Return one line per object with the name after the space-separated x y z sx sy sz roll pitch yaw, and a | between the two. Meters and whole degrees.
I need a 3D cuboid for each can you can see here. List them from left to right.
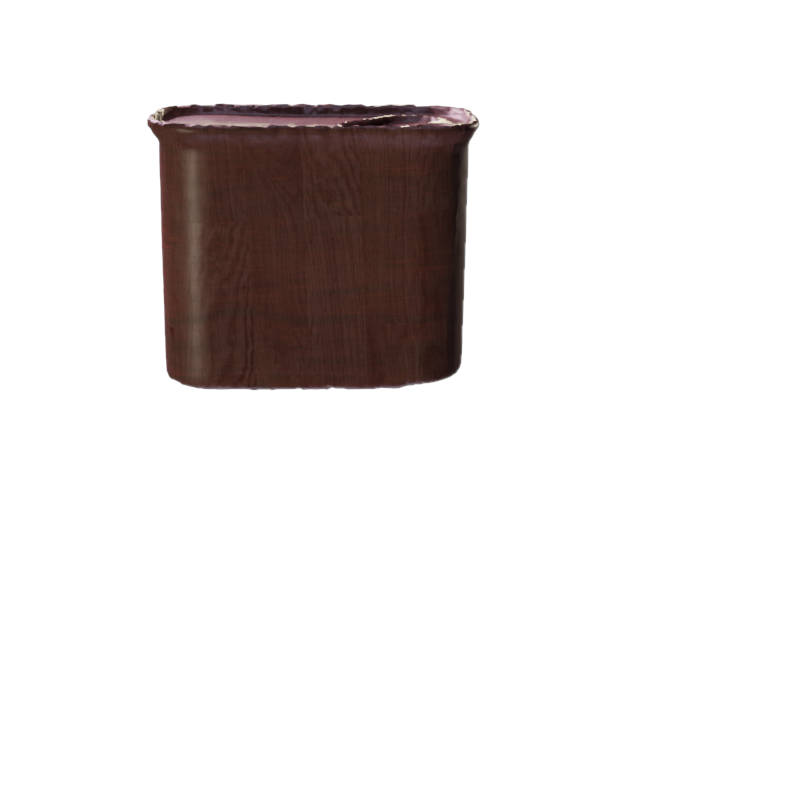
-0.028 -0.051 0.359 0.102 0.081 0.060 0 16 -1 | can
